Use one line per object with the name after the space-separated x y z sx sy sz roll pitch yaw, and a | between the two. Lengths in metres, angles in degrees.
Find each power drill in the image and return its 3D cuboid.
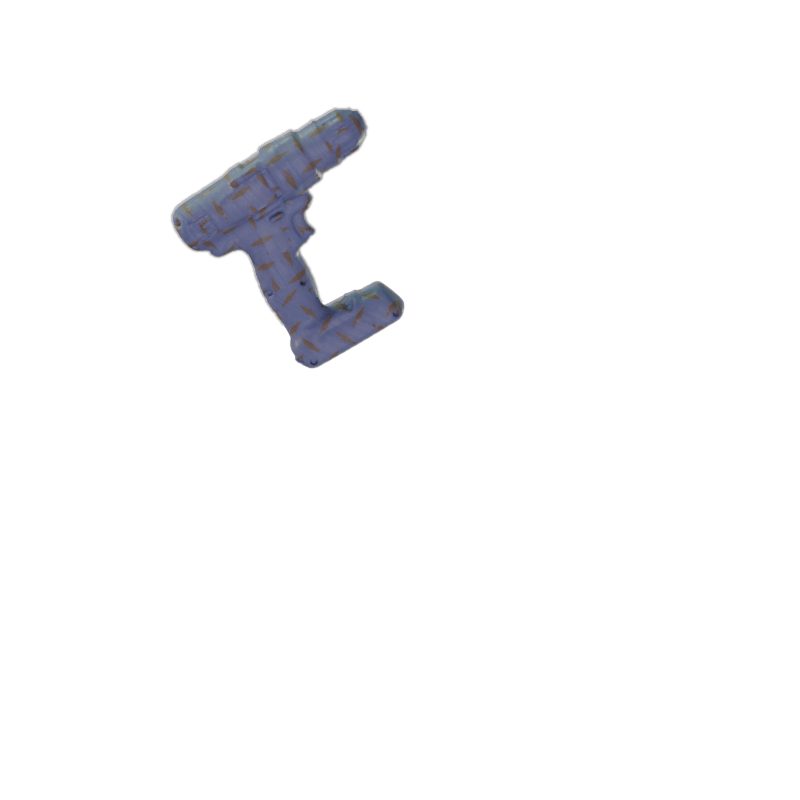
-0.075 -0.136 0.954 0.184 0.181 0.060 -31 15 9 | power drill
